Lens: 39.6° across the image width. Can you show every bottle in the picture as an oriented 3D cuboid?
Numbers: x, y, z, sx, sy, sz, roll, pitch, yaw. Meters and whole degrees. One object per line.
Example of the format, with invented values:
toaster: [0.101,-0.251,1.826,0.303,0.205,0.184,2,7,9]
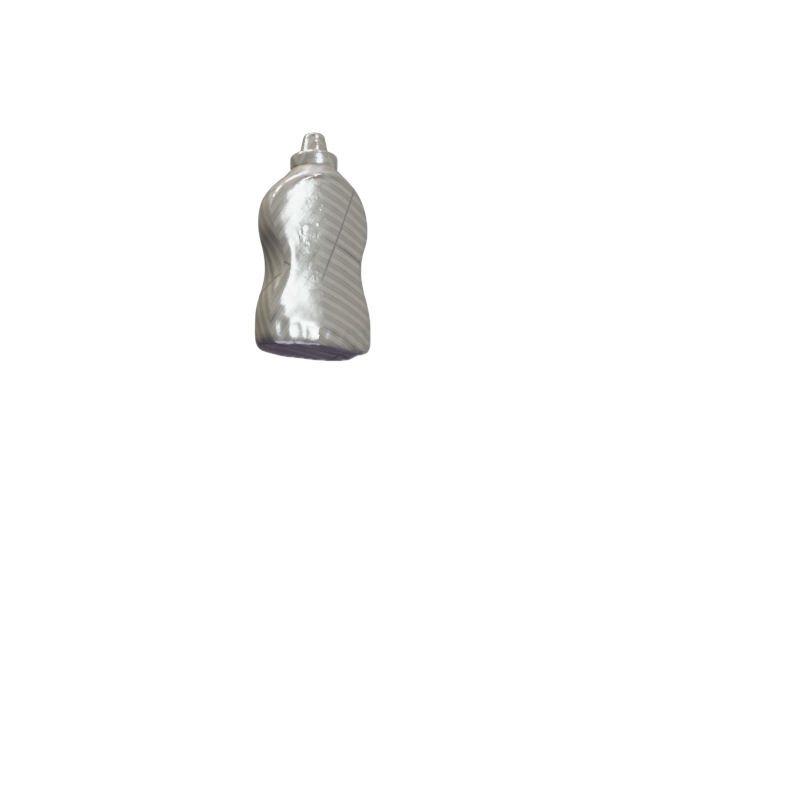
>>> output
bottle: [-0.073,-0.133,0.930,0.092,0.200,0.058,8,-19,-28]
